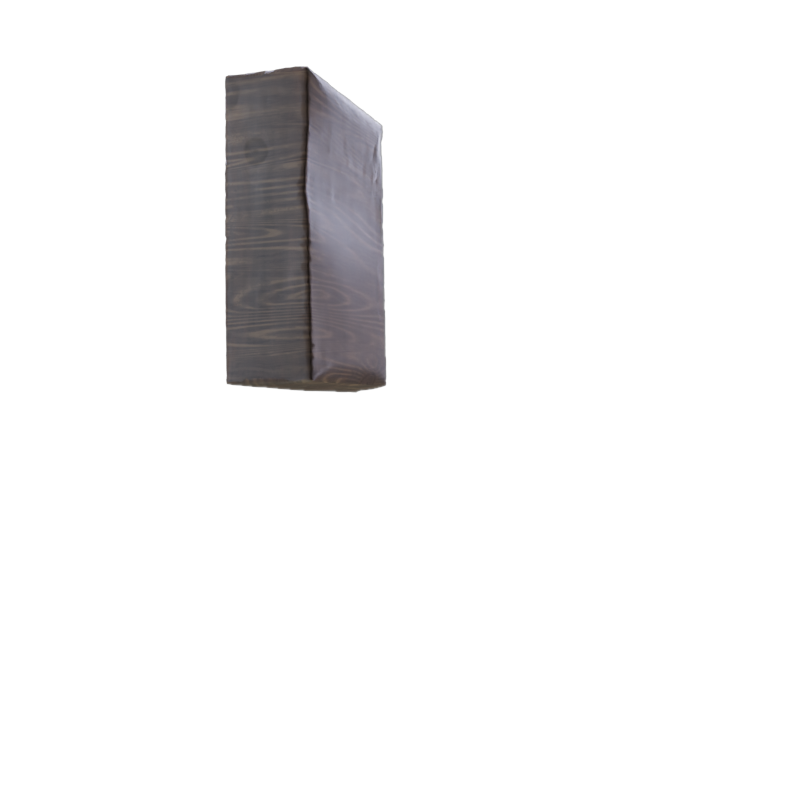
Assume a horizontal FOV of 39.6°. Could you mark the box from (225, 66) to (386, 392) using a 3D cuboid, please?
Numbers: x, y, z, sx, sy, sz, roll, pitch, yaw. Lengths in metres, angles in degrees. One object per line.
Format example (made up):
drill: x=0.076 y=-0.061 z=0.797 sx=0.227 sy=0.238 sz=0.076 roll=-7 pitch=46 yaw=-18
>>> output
box: x=-0.063 y=-0.115 z=0.807 sx=0.073 sy=0.218 sz=0.157 roll=-3 pitch=-7 yaw=18
